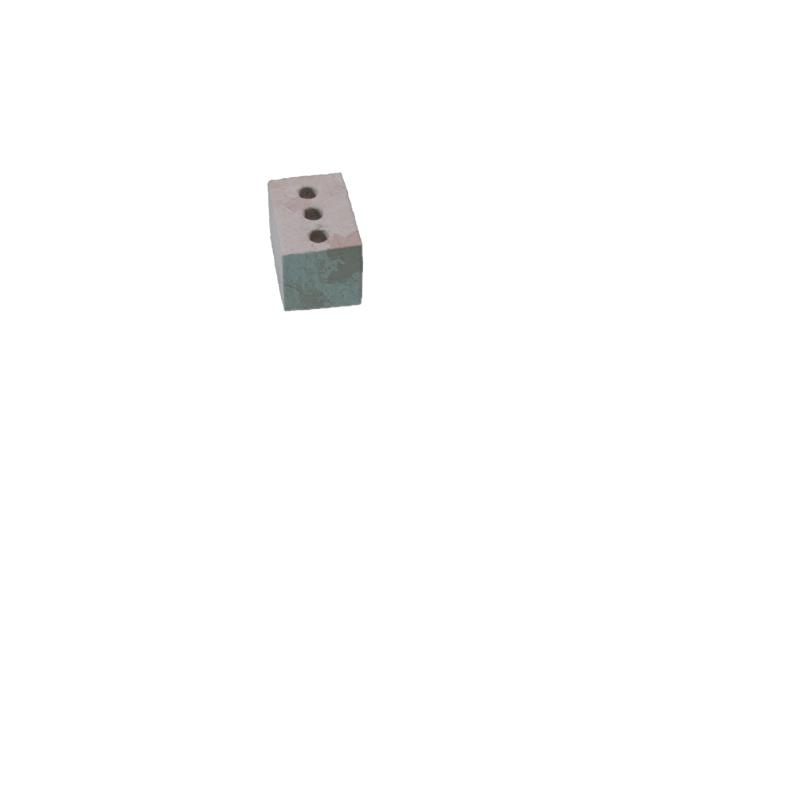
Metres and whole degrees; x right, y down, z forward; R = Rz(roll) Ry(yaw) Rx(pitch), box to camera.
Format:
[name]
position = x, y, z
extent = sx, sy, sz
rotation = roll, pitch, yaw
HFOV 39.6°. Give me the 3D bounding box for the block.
[block]
position = -0.057, -0.104, 0.731
extent = 0.052, 0.084, 0.048
rotation = -7, -44, -9
